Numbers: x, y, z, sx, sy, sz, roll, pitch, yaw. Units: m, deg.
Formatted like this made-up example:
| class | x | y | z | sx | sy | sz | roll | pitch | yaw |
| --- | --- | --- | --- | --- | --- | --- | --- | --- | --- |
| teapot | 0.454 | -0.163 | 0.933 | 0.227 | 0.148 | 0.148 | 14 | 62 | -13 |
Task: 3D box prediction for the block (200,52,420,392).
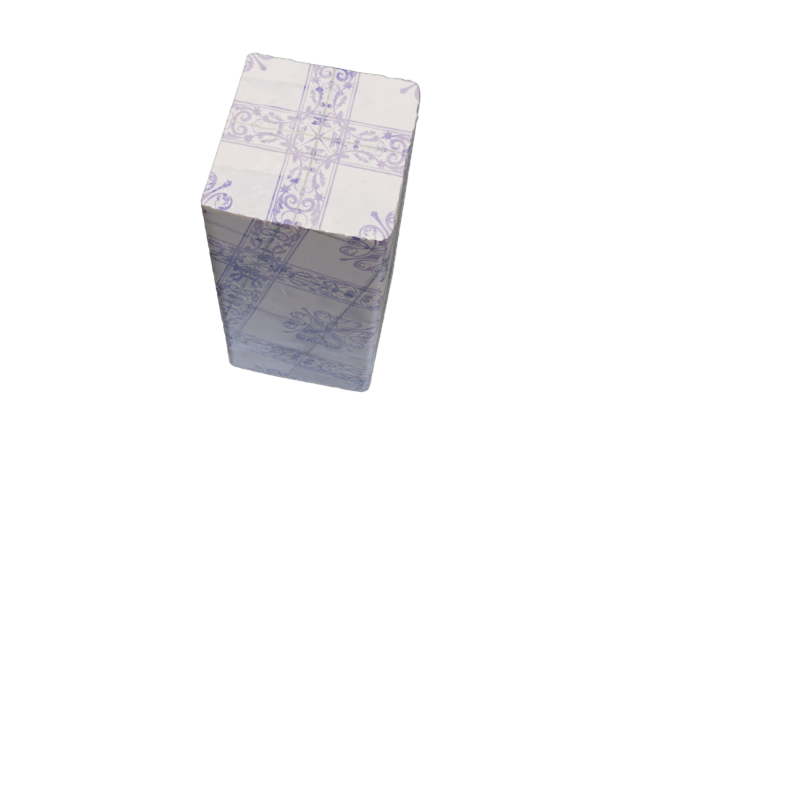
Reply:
| class | x | y | z | sx | sy | sz | roll | pitch | yaw |
| --- | --- | --- | --- | --- | --- | --- | --- | --- | --- |
| block | -0.047 | -0.087 | 0.609 | 0.091 | 0.095 | 0.196 | 12 | -22 | 1 |
